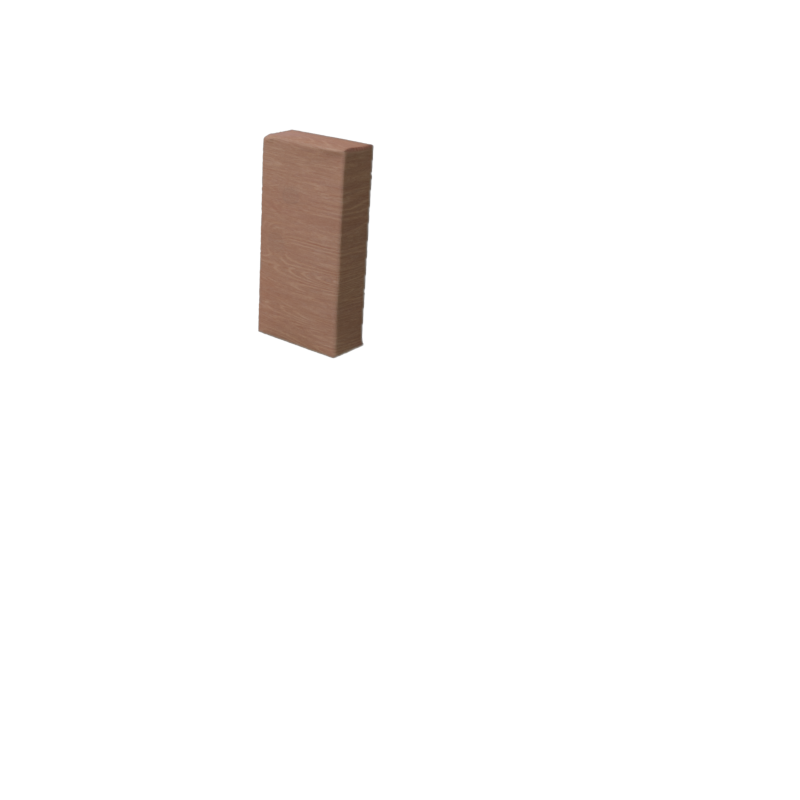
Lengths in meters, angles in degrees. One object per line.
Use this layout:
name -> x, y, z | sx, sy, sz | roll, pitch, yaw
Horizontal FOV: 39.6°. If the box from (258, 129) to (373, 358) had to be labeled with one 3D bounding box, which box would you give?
box -> -0.073, -0.133, 0.932 | 0.099, 0.169, 0.047 | 16, 23, 37
